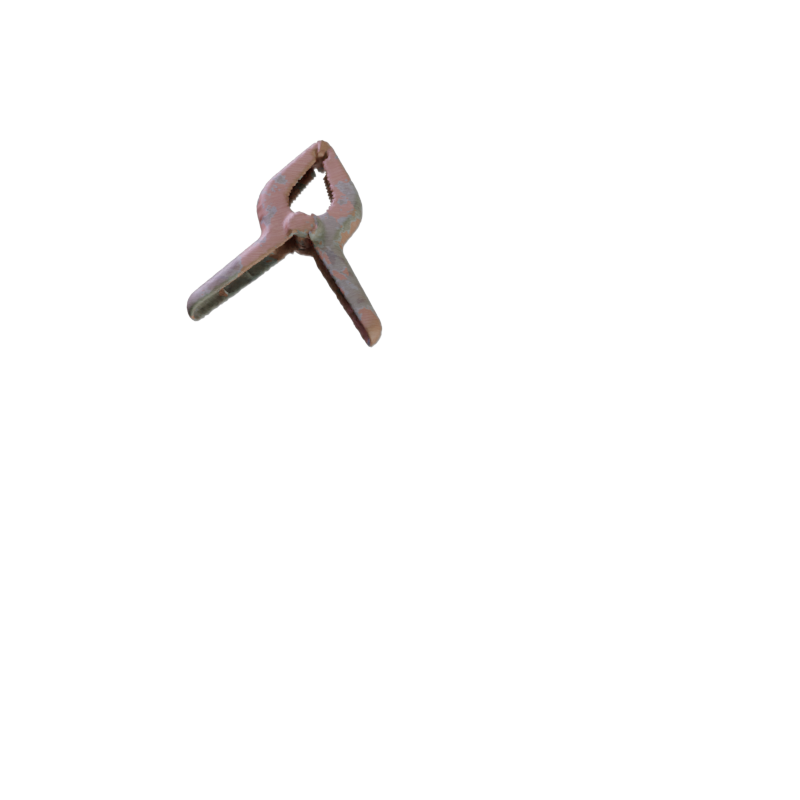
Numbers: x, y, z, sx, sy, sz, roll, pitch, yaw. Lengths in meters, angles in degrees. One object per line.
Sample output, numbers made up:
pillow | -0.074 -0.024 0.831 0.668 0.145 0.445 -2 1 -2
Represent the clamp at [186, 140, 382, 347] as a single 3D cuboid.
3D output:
clamp | -0.076 -0.139 0.972 0.167 0.221 0.034 13 -33 8
